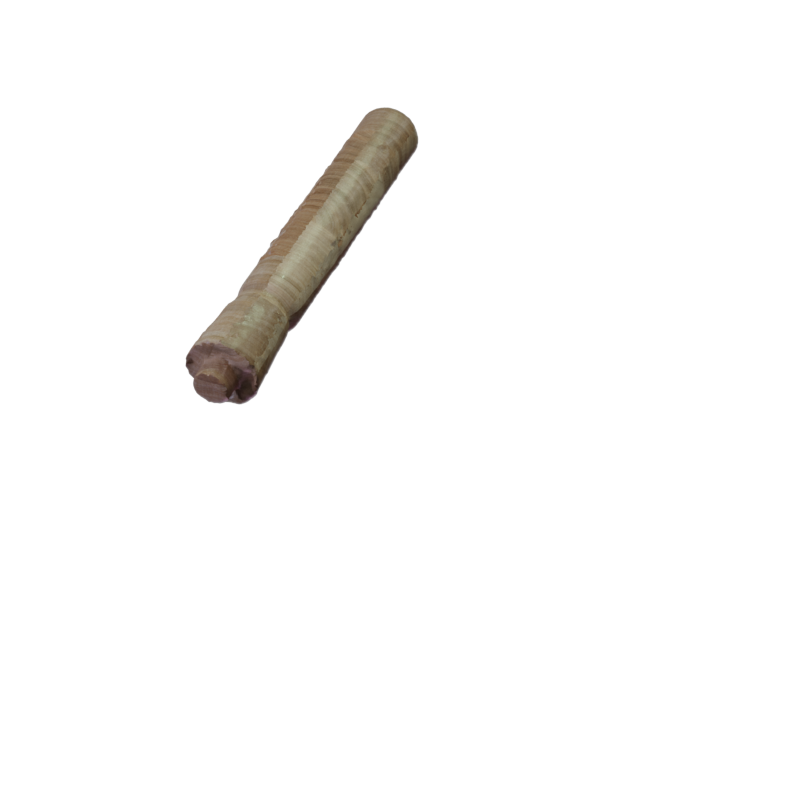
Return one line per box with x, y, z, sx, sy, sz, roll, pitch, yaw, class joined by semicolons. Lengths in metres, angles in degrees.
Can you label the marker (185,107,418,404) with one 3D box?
-0.023;-0.042;0.296;0.020;0.018;0.126;1;39;24;marker
